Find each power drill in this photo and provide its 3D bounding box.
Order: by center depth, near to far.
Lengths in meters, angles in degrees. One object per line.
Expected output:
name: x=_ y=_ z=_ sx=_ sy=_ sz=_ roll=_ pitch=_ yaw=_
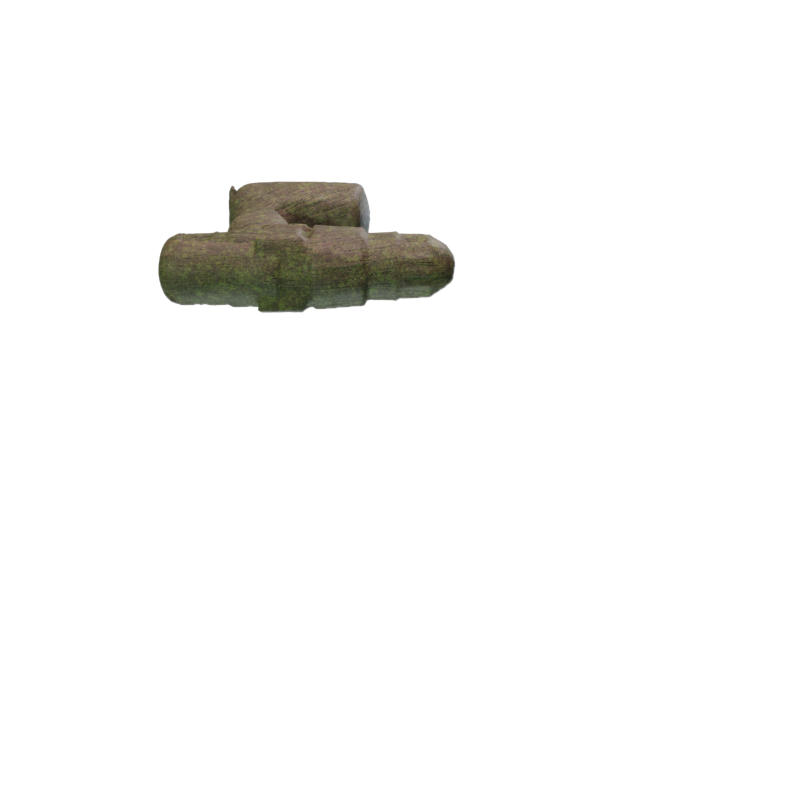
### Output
power drill: x=-0.059 y=-0.108 z=0.758 sx=0.185 sy=0.055 sz=0.194 roll=1 pitch=19 yaw=1
